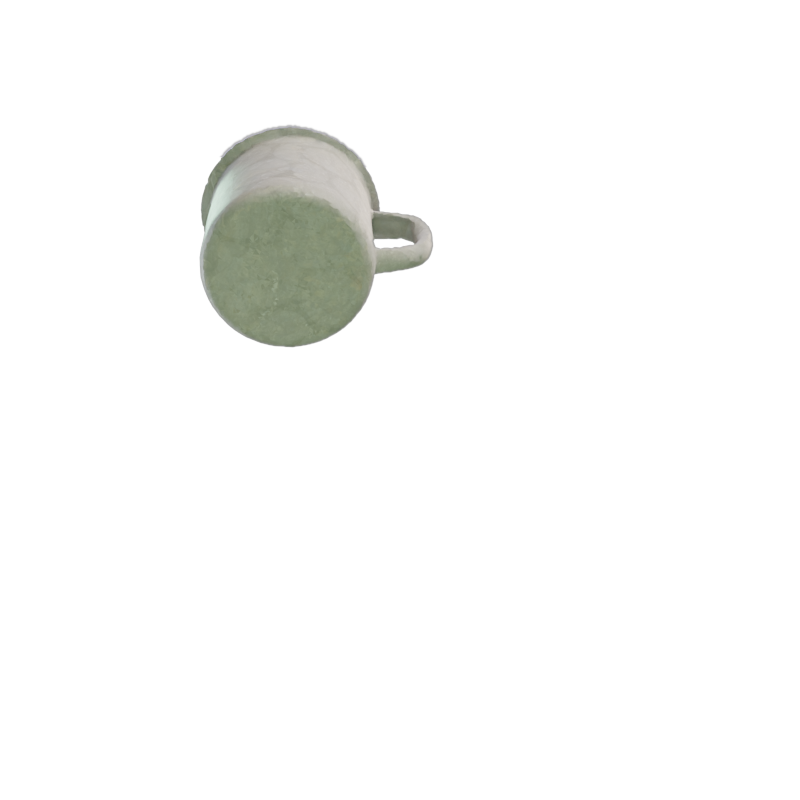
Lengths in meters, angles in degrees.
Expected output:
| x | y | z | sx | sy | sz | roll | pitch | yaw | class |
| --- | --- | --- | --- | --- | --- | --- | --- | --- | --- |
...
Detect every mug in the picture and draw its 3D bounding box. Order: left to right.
| x | y | z | sx | sy | sz | roll | pitch | yaw | class |
| --- | --- | --- | --- | --- | --- | --- | --- | --- | --- |
| -0.042 | -0.077 | 0.542 | 0.117 | 0.089 | 0.086 | 4 | 25 | -3 | mug |
